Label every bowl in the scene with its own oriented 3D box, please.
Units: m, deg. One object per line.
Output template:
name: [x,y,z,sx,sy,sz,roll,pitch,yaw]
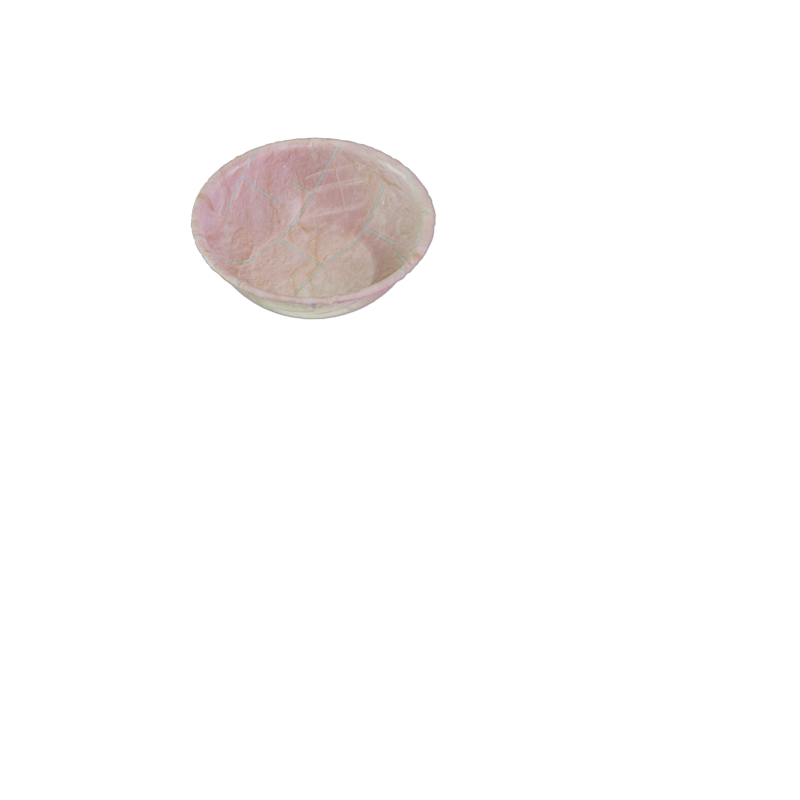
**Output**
bowl: [-0.059,-0.107,0.750,0.162,0.174,0.051,-1,-42,-1]
